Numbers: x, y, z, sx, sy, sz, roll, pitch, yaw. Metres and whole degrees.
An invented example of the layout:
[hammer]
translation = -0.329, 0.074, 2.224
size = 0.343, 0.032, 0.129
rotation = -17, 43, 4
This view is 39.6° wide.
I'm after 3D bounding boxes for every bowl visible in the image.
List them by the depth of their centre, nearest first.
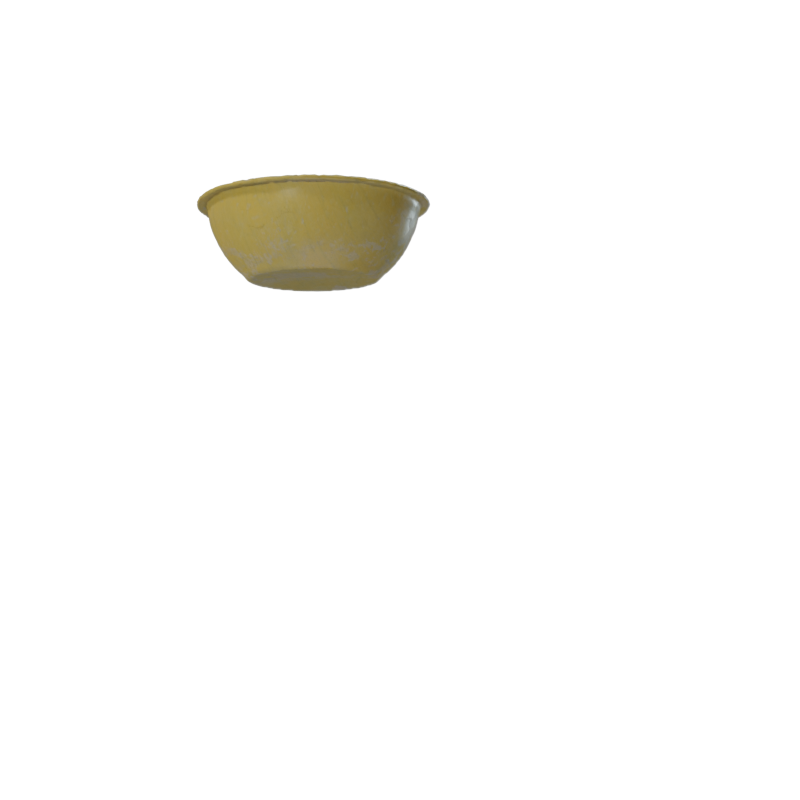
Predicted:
[bowl]
translation = -0.060, -0.109, 0.766
size = 0.162, 0.056, 0.159
rotation = 0, -5, -2
